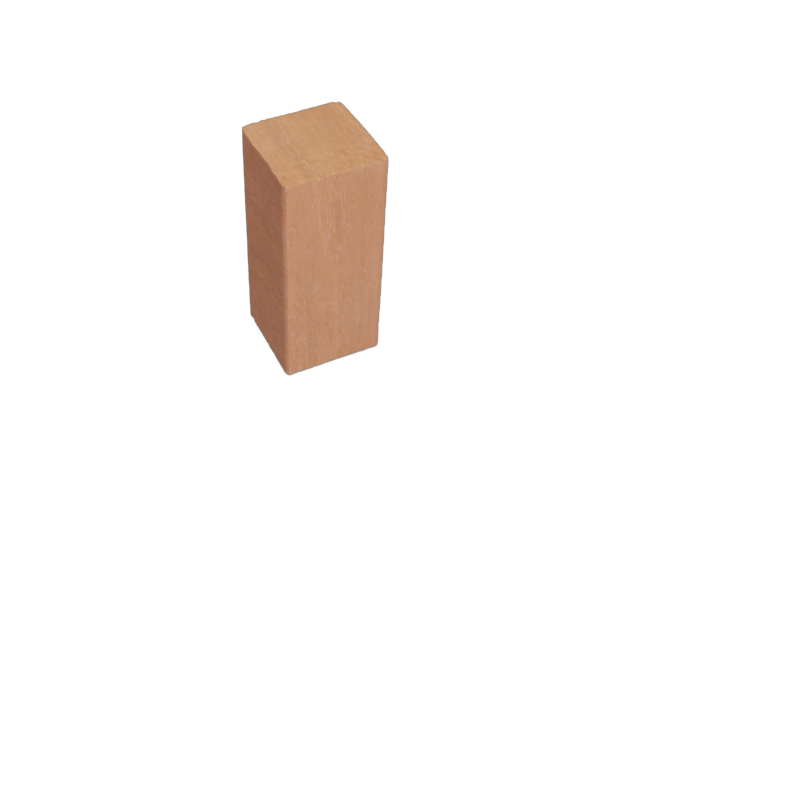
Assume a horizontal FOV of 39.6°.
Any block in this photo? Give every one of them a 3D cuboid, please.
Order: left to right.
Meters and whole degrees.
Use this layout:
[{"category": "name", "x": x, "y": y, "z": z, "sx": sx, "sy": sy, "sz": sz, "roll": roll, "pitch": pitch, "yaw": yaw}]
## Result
[{"category": "block", "x": -0.073, "y": -0.133, "z": 0.926, "sx": 0.090, "sy": 0.192, "sz": 0.098, "roll": -18, "pitch": 49, "yaw": -20}]
